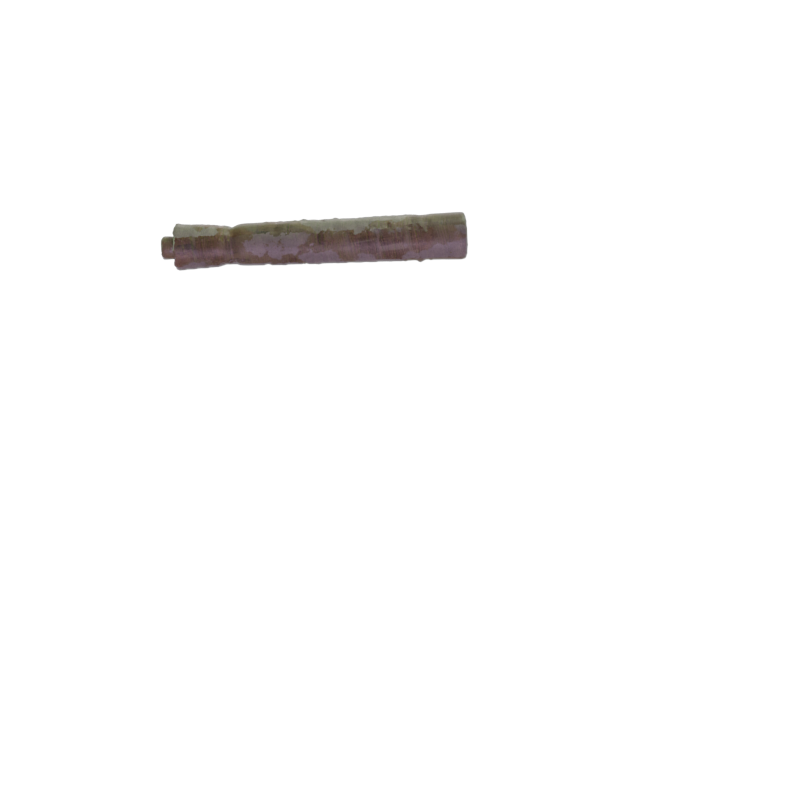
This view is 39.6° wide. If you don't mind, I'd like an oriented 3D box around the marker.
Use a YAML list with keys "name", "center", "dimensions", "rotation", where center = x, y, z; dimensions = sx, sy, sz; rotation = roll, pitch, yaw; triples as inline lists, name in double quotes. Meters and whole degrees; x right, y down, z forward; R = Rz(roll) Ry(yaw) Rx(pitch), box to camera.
- name: "marker"
  center: [-0.035, -0.063, 0.442]
  dimensions: [0.121, 0.020, 0.020]
  rotation: [-2, 4, 2]
